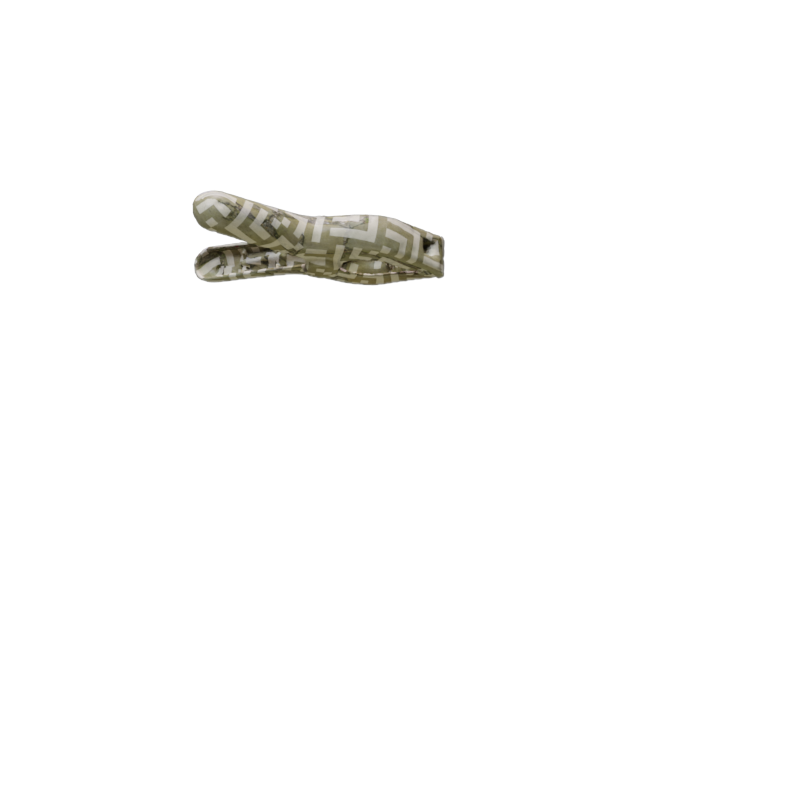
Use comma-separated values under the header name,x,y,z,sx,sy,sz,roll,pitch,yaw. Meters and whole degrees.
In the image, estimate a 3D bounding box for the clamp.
name,x,y,z,sx,sy,sz,roll,pitch,yaw
clamp,-0.056,-0.102,0.714,0.172,0.040,0.116,0,-8,2
